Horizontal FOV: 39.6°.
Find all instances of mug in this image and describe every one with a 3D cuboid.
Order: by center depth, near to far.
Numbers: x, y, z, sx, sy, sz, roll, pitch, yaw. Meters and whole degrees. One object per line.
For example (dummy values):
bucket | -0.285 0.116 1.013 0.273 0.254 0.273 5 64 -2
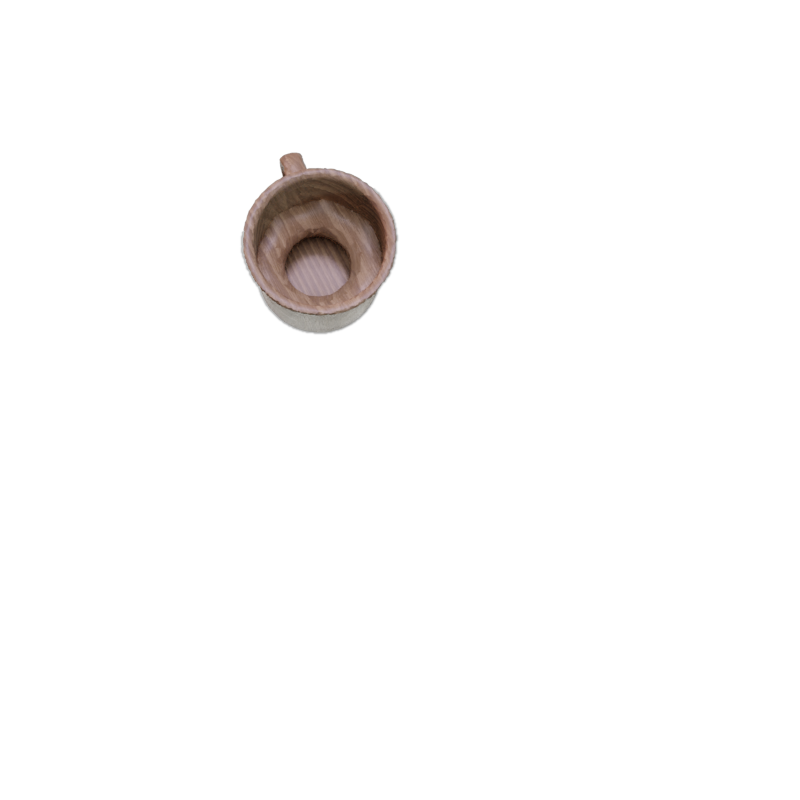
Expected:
mug | -0.055 -0.101 0.705 0.093 0.122 0.079 -19 -14 -6
